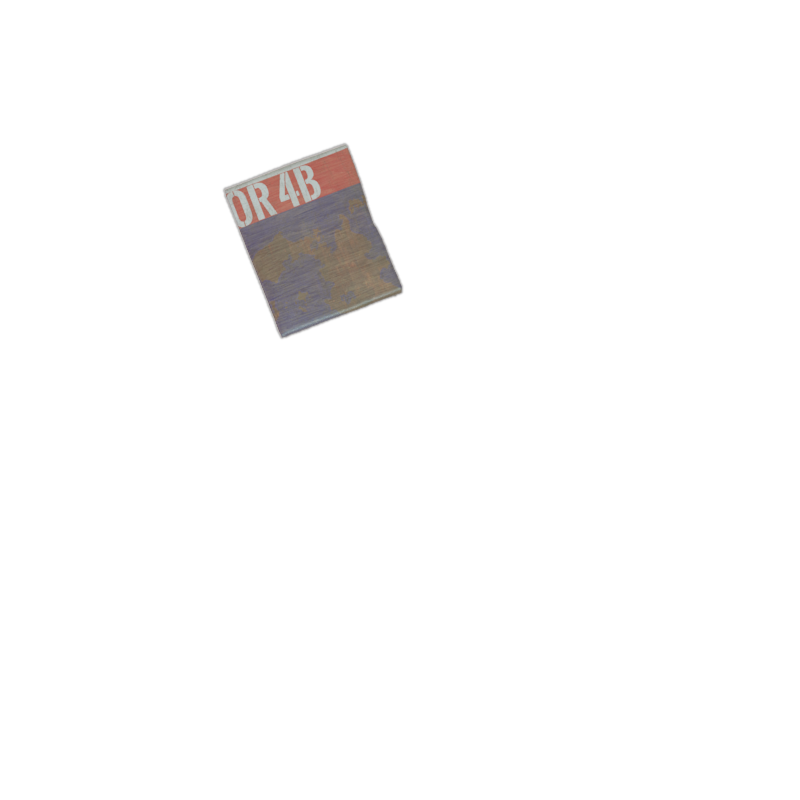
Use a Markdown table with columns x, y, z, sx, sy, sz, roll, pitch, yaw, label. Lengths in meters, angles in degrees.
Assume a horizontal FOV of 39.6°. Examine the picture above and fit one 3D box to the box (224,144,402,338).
| x | y | z | sx | sy | sz | roll | pitch | yaw | label |
| --- | --- | --- | --- | --- | --- | --- | --- | --- | --- |
| -0.048 | -0.088 | 0.618 | 0.073 | 0.090 | 0.030 | -21 | -2 | -1 | box |
